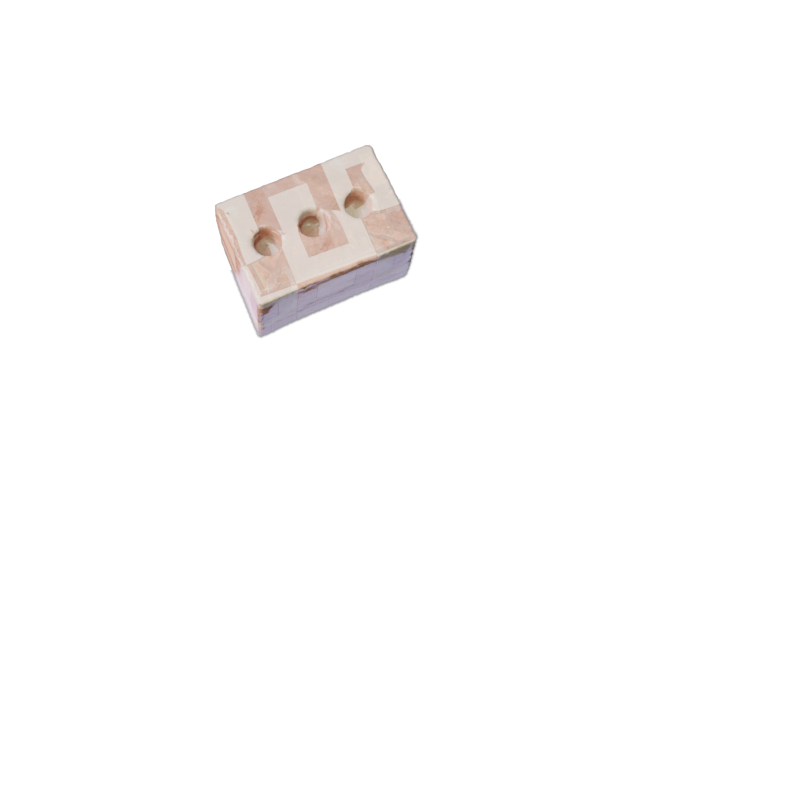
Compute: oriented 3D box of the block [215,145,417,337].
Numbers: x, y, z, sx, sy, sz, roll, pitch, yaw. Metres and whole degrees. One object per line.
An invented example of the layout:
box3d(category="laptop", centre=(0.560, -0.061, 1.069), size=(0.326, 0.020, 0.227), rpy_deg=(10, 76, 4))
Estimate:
box3d(category="block", centre=(-0.040, -0.072, 0.508), size=(0.078, 0.055, 0.049), rpy_deg=(-24, -14, -8))
